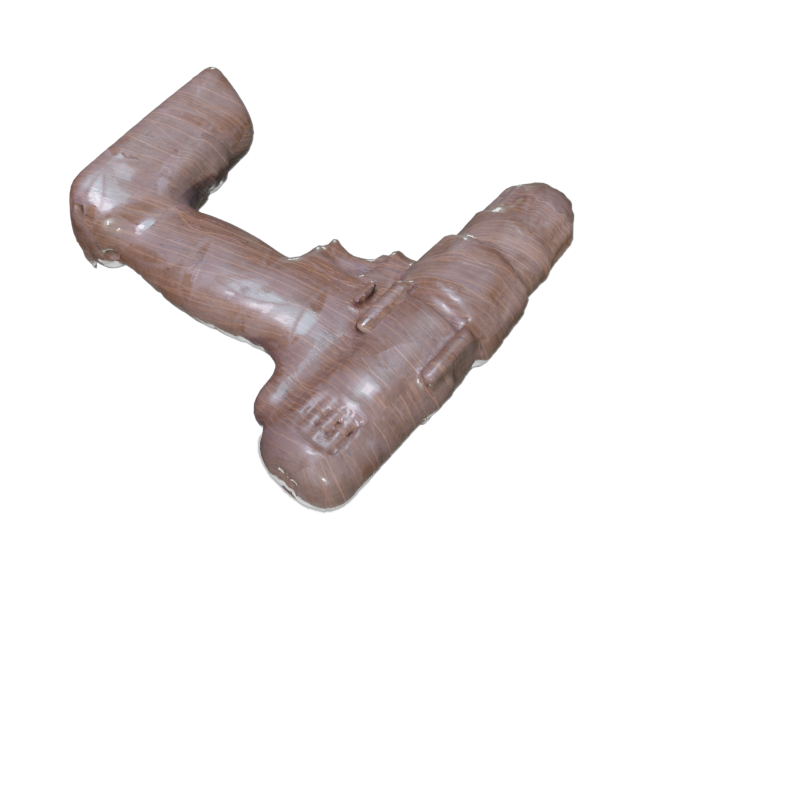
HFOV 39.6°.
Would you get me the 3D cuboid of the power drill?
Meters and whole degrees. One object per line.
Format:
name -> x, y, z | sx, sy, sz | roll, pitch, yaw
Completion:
power drill -> -0.039, -0.071, 0.496 | 0.197, 0.187, 0.054 | 36, -25, 20
